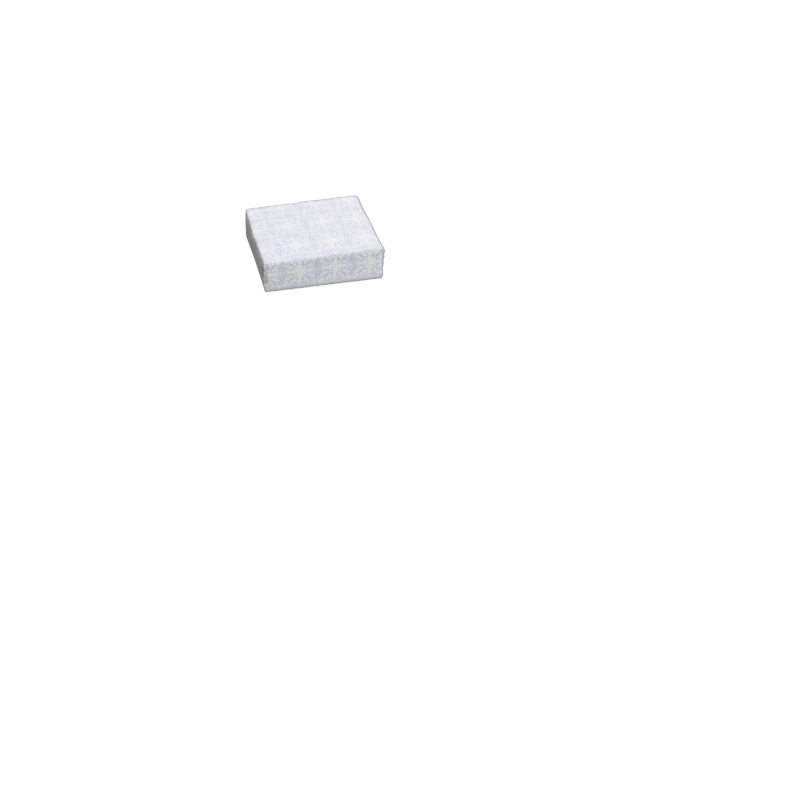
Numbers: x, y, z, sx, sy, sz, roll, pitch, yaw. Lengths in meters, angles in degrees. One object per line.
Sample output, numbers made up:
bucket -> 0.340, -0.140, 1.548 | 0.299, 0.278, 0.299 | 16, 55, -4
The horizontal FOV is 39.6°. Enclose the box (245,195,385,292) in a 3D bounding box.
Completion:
box -> -0.063, -0.115, 0.807 | 0.088, 0.028, 0.079 | -9, 40, -11
